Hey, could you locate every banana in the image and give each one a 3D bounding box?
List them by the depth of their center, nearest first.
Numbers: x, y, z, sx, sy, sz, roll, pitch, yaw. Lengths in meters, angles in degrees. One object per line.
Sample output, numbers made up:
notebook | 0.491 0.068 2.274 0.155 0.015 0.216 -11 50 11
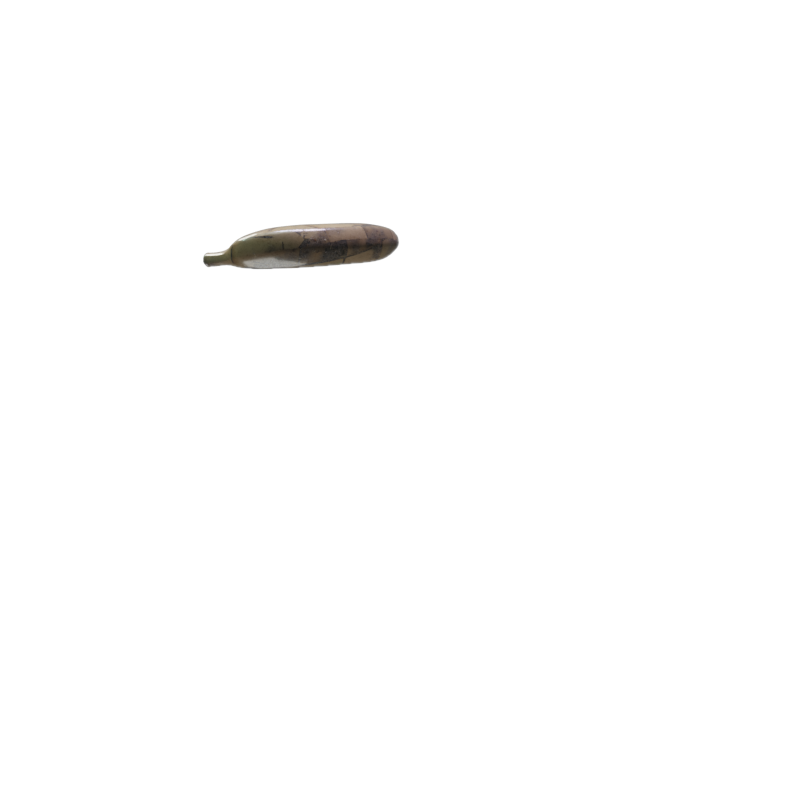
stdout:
banana | -0.070 -0.137 0.970 0.192 0.036 0.073 -8 14 -31
